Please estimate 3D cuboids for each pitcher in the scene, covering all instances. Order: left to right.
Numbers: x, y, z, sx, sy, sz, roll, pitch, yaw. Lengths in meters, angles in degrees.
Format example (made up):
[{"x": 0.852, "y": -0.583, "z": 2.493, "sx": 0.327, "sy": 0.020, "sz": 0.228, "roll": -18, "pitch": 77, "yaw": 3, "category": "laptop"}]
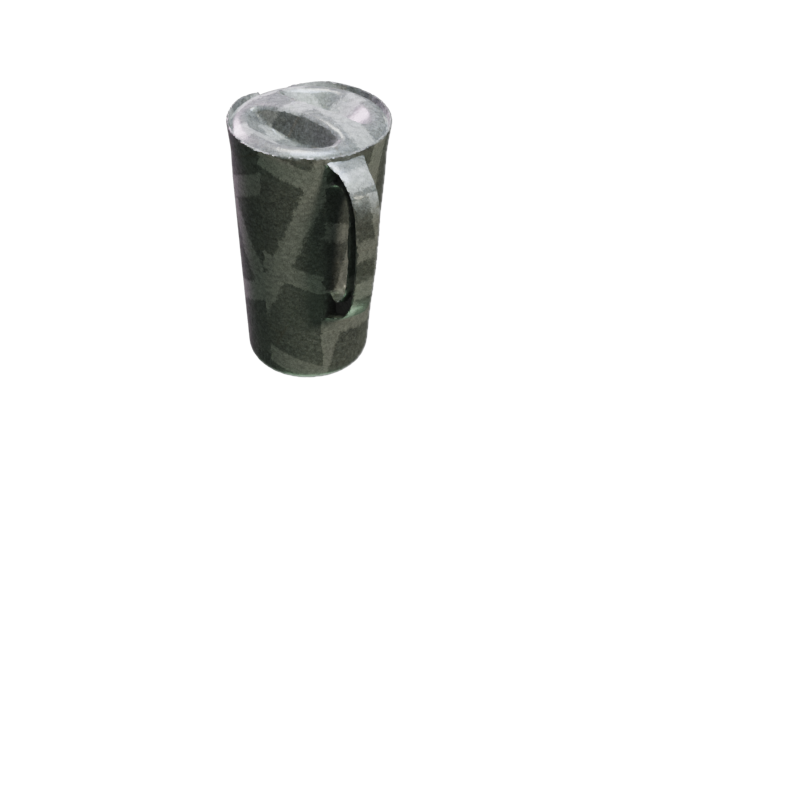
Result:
[{"x": -0.074, "y": -0.135, "z": 0.943, "sx": 0.148, "sy": 0.227, "sz": 0.156, "roll": 12, "pitch": 39, "yaw": 12, "category": "pitcher"}]
